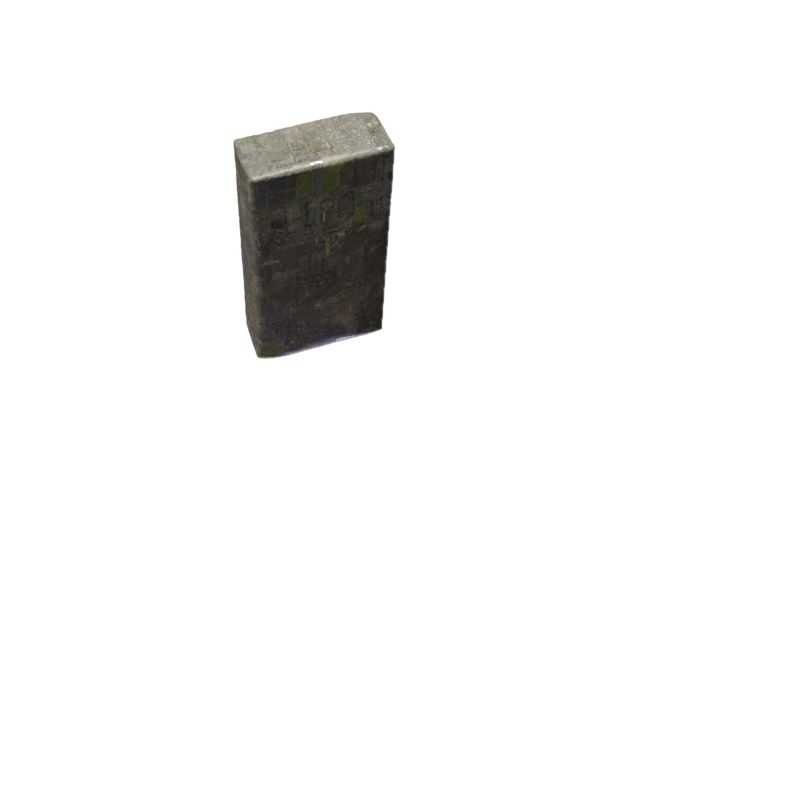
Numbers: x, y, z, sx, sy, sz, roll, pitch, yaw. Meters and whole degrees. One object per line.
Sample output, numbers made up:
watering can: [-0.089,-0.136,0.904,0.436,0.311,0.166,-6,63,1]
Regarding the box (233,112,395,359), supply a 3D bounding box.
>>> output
box: [-0.057,-0.104,0.723,0.092,0.052,0.164,-14,-38,-15]
